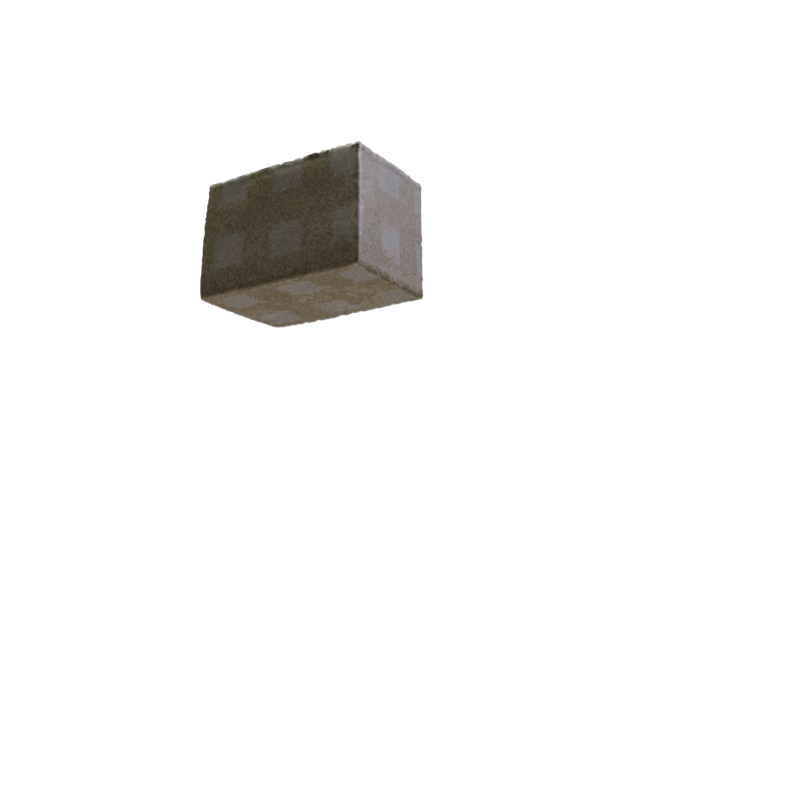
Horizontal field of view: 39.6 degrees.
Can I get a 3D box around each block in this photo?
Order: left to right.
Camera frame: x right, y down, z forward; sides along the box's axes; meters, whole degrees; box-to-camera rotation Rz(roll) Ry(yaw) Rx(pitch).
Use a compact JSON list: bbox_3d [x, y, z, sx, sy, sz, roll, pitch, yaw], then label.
[{"bbox_3d":[-0.036,-0.065,0.458,0.080,0.054,0.049,-10,-20,30],"label":"block"}]
